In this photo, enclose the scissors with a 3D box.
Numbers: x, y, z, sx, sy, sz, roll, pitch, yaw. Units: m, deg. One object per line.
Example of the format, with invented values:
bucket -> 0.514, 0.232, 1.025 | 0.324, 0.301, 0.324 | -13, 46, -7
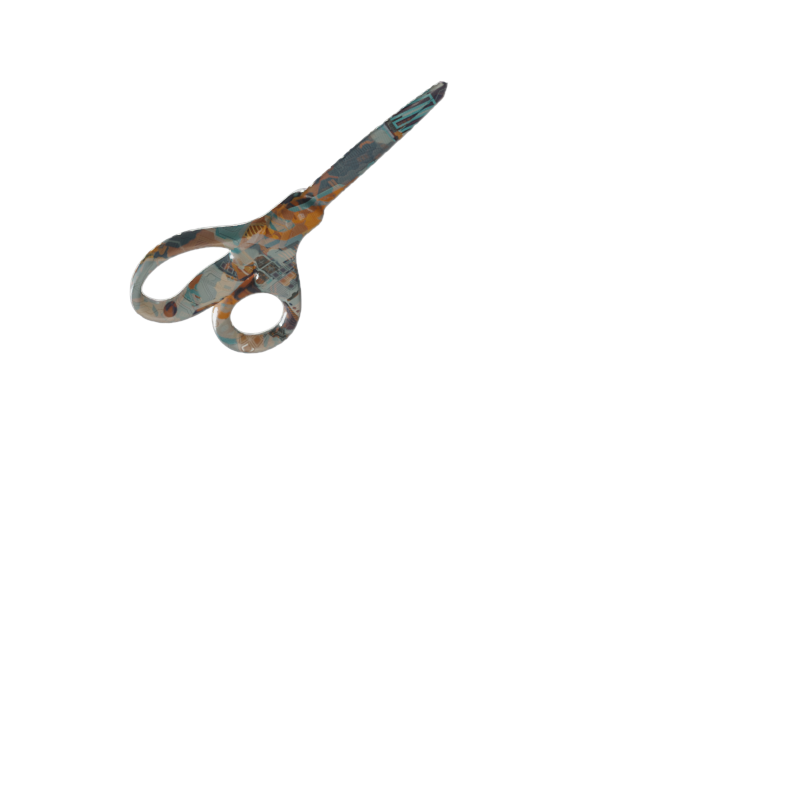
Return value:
scissors -> -0.042, -0.077, 0.542 | 0.202, 0.017, 0.089 | -23, -46, 23
